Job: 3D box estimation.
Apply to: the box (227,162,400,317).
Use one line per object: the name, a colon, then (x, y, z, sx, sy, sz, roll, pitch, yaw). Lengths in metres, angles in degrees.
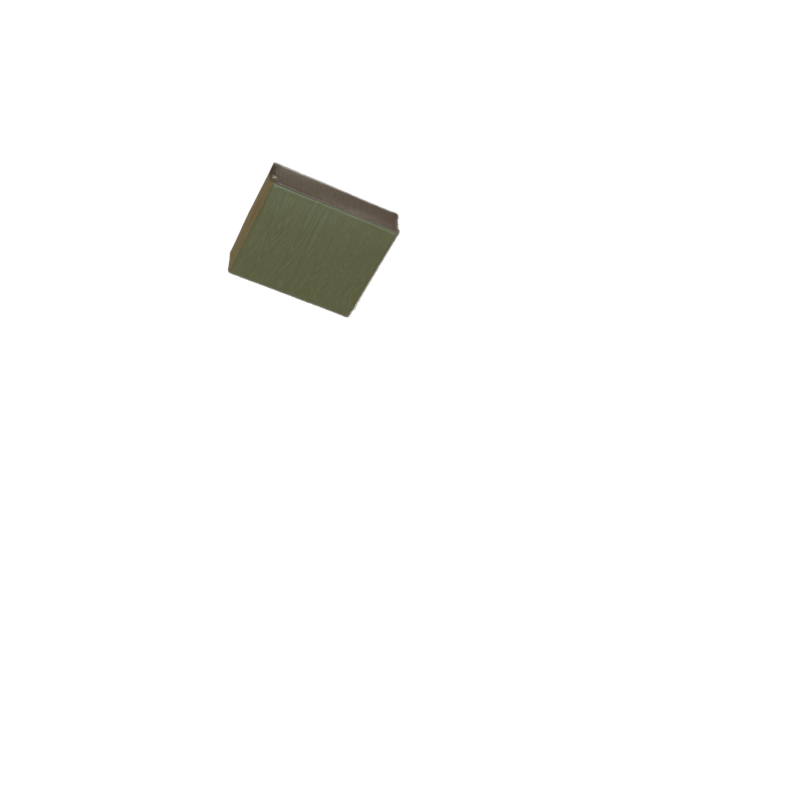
box: (-0.055, -0.101, 0.706, 0.087, 0.070, 0.032, 21, 31, -14)
